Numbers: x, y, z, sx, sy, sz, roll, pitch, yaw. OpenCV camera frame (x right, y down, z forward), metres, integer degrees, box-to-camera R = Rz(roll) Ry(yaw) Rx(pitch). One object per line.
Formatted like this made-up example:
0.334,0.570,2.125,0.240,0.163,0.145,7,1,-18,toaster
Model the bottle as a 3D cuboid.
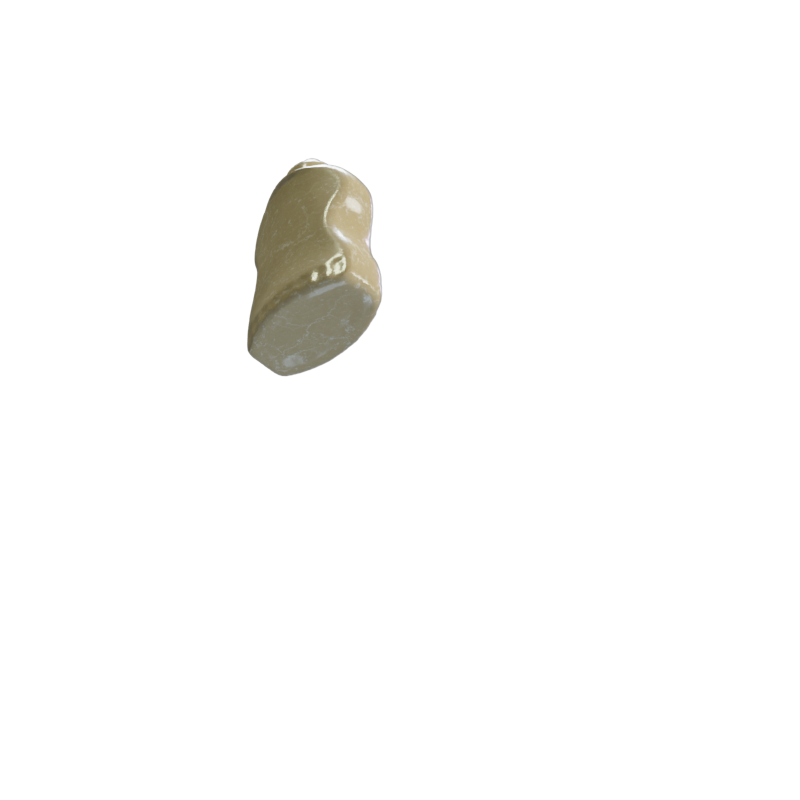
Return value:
-0.061,-0.110,0.772,0.095,0.206,0.055,-38,-57,26,bottle
